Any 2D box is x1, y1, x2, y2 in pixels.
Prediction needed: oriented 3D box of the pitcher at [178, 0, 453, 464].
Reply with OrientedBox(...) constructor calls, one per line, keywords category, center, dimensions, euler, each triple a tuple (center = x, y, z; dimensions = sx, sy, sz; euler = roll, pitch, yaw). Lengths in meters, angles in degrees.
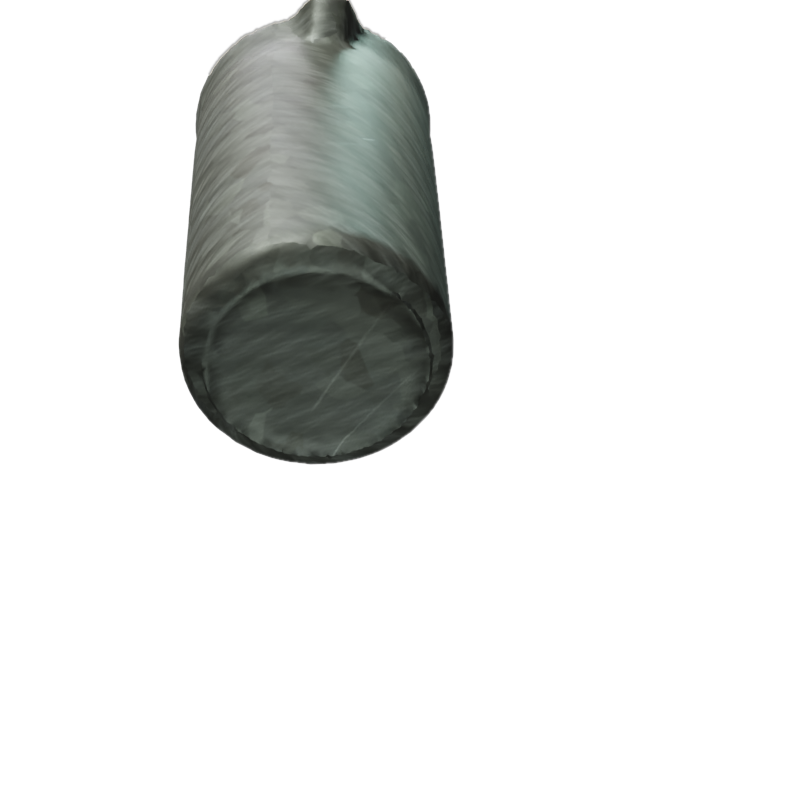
OrientedBox(category="pitcher", center=(-0.042, -0.076, 0.535), dimensions=(0.144, 0.140, 0.259), euler=(-32, 30, 17))
